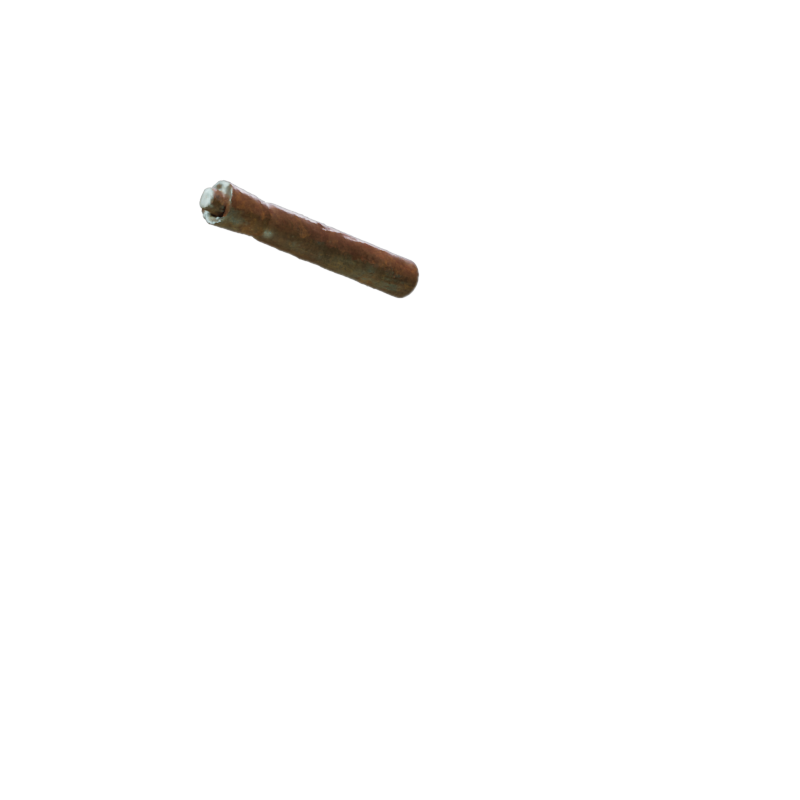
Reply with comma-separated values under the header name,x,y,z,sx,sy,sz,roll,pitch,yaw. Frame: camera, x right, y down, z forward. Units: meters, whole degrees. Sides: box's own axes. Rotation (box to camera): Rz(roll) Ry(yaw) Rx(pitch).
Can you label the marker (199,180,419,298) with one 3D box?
name,x,y,z,sx,sy,sz,roll,pitch,yaw
marker,-0.037,-0.068,0.476,0.021,0.020,0.114,4,-9,46
